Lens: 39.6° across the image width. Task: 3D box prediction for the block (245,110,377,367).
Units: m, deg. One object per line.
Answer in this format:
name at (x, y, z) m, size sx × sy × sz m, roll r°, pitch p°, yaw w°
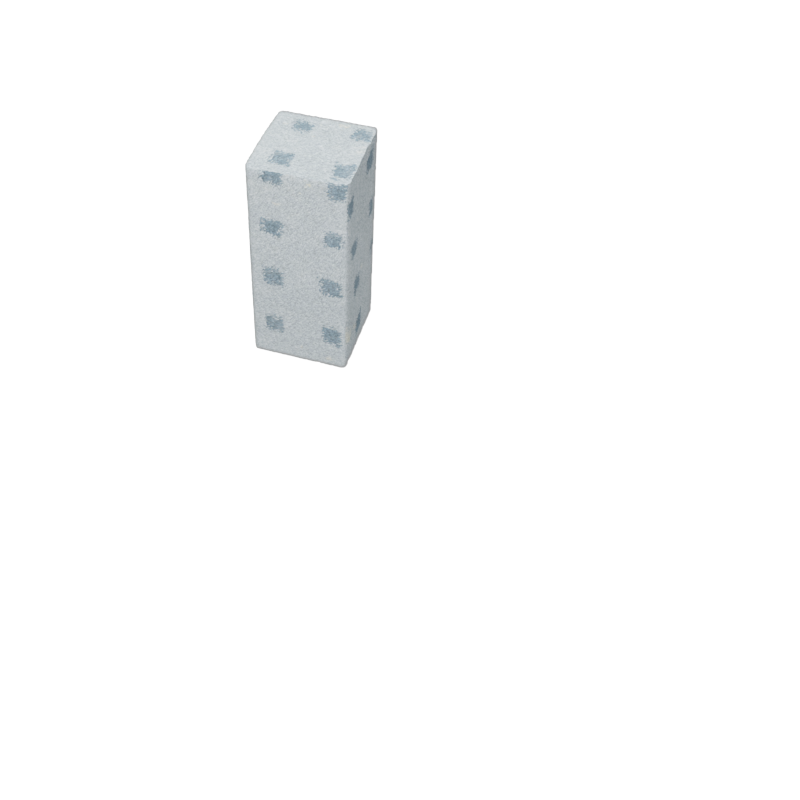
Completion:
block at (-0.077, -0.139, 0.977) m, size 0.093 × 0.192 × 0.095 m, roll 13°, pitch 44°, yaw 10°
